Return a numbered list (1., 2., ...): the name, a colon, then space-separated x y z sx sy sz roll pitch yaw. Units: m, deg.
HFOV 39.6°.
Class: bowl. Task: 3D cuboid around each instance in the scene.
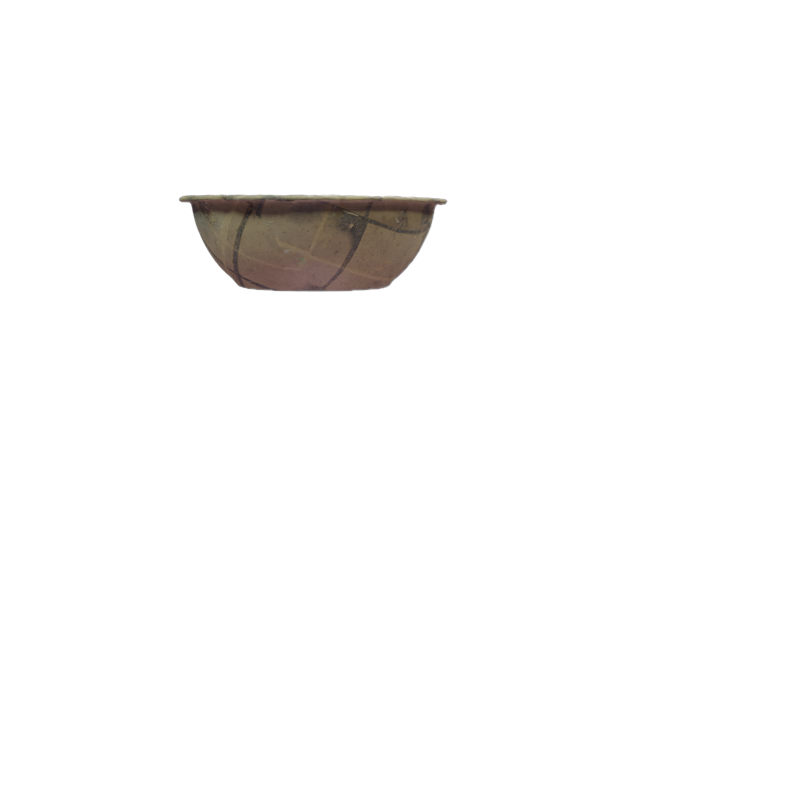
1. bowl: -0.053 -0.096 0.672 0.162 0.054 0.164 0 9 -2
